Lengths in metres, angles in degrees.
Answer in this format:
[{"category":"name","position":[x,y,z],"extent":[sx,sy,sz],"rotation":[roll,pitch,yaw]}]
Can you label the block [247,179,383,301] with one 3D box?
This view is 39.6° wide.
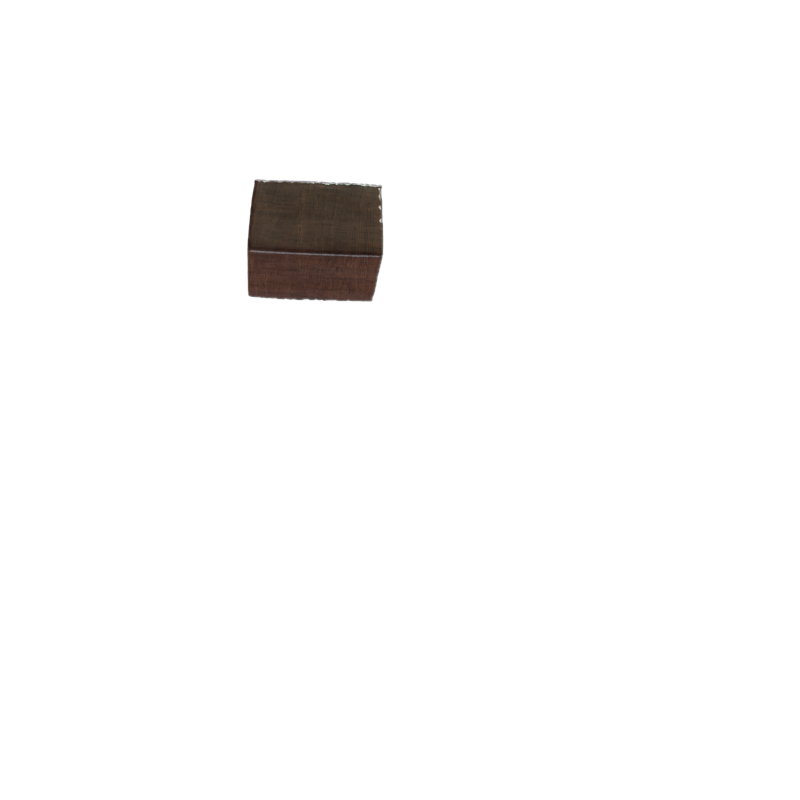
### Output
[{"category":"block","position":[-0.051,-0.094,0.656],"extent":[0.077,0.055,0.050],"rotation":[2,-31,-5]}]
